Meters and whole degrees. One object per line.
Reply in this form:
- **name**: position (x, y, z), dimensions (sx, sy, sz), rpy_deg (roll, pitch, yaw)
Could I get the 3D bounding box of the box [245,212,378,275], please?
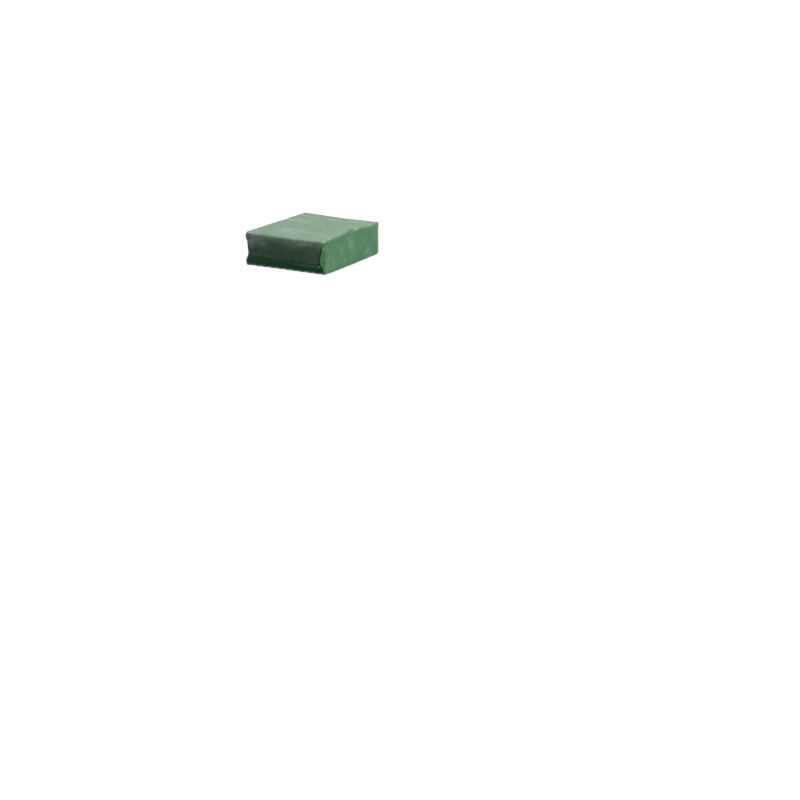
- **box**: position (-0.069, -0.127, 0.887), dimensions (0.076, 0.029, 0.089), rpy_deg (11, 22, 28)
